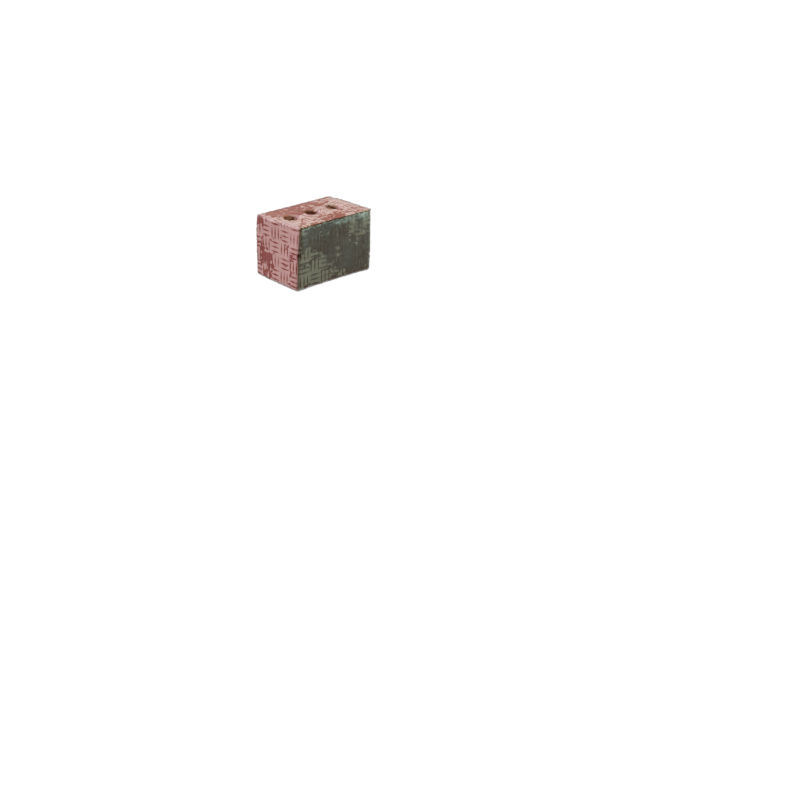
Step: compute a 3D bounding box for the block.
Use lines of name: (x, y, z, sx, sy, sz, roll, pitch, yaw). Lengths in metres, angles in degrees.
block: (-0.069, -0.125, 0.876, 0.077, 0.049, 0.056, -22, 32, -40)
